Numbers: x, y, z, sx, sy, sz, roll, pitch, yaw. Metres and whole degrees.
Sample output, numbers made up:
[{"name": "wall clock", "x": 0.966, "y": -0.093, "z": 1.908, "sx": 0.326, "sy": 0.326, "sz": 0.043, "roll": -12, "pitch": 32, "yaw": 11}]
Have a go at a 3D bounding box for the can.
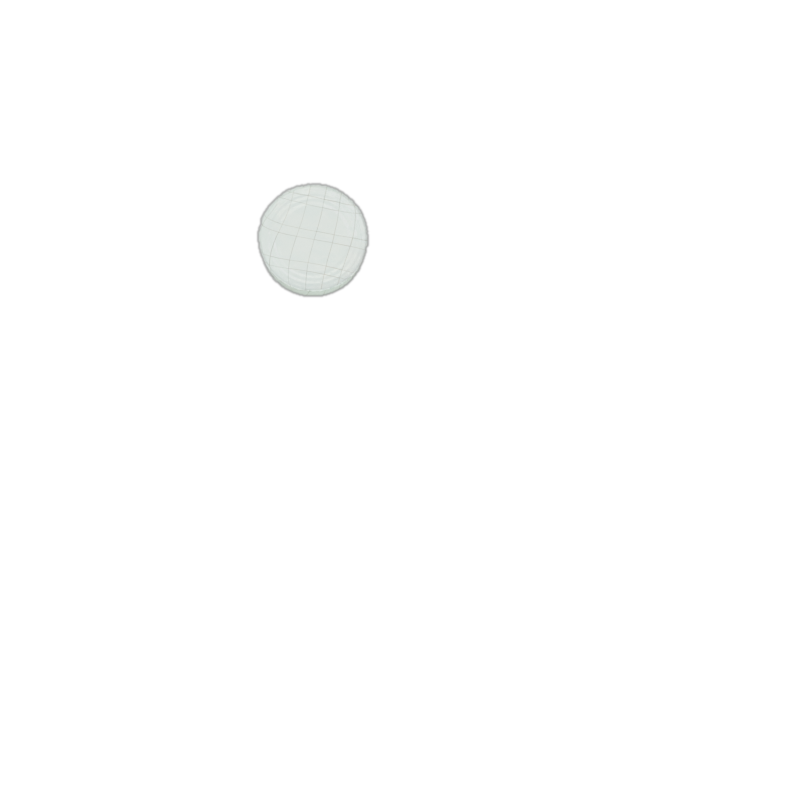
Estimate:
[{"name": "can", "x": -0.069, "y": -0.126, "z": 0.880, "sx": 0.086, "sy": 0.088, "sz": 0.033, "roll": 0, "pitch": -11, "yaw": -1}]
